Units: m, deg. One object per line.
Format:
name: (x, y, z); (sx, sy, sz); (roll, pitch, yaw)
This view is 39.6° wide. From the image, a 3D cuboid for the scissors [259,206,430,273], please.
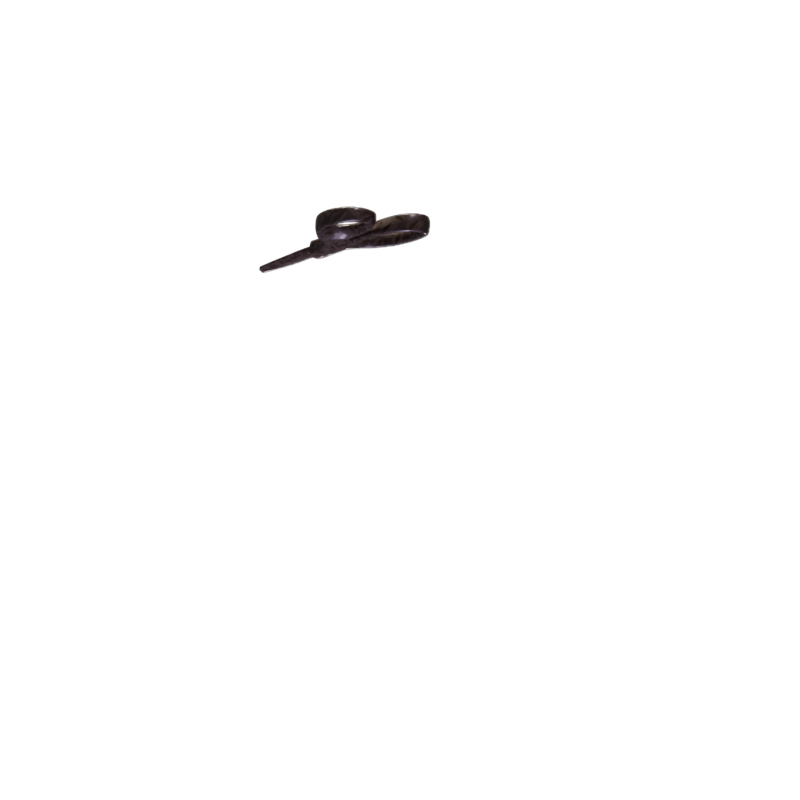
scissors: (-0.070, -0.128, 0.895); (0.207, 0.016, 0.091); (-6, -10, 38)
